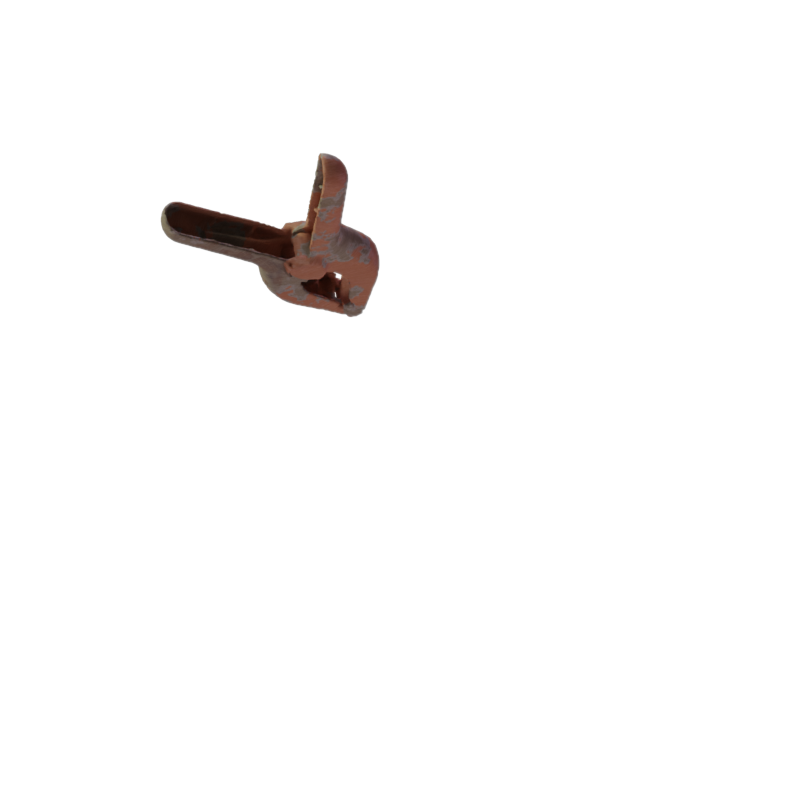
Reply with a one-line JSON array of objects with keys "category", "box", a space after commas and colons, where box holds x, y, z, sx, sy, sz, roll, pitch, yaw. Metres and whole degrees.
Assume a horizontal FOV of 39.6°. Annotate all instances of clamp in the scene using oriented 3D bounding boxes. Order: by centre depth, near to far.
[{"category": "clamp", "box": [-0.055, -0.101, 0.706, 0.122, 0.041, 0.160, -12, -22, 30]}]
